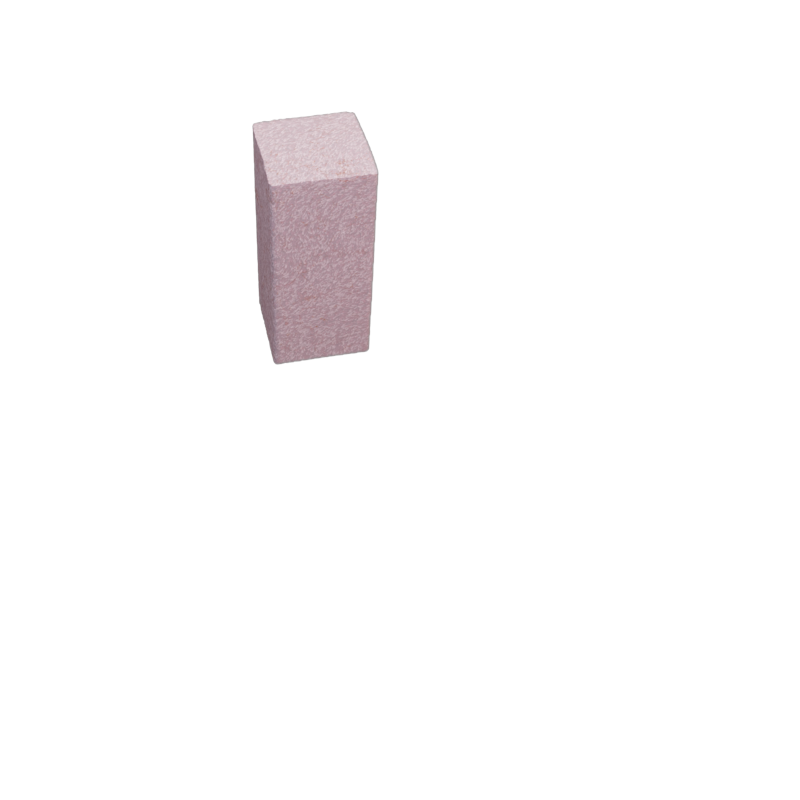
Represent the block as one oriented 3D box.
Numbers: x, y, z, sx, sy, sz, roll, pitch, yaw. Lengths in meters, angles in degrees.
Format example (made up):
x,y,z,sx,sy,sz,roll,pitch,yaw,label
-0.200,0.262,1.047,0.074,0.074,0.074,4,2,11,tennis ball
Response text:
x,y,z,sx,sy,sz,roll,pitch,yaw,label
-0.076,-0.139,0.968,0.090,0.098,0.192,-8,-43,-11,block
